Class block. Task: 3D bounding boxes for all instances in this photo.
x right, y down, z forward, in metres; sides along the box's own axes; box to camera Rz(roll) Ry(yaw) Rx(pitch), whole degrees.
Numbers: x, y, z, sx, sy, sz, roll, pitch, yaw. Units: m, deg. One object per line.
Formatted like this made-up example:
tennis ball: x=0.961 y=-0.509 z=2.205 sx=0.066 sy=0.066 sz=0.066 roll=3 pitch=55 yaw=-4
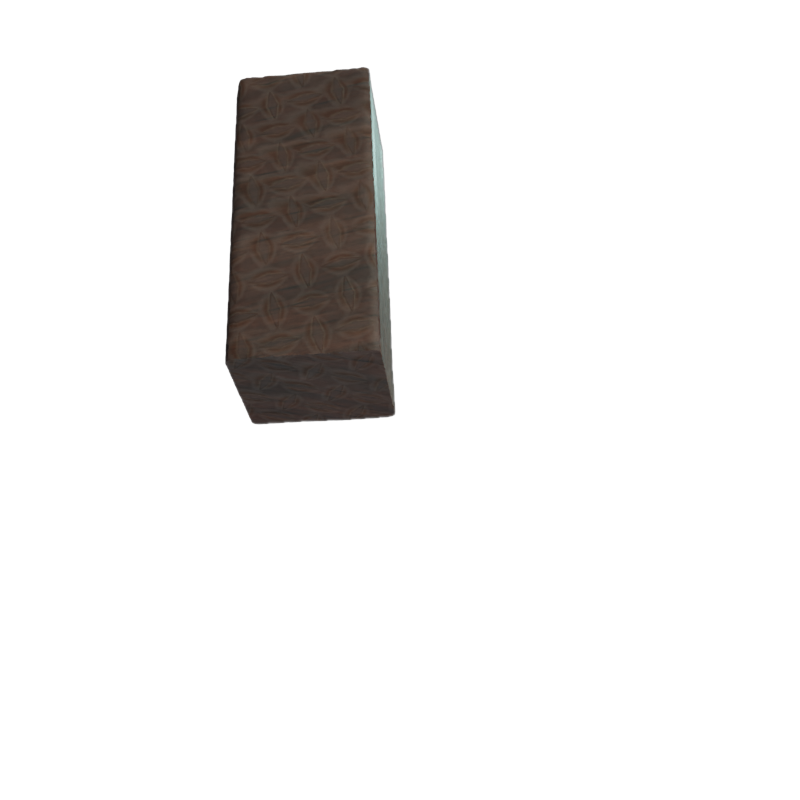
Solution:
block: x=-0.055 y=-0.099 z=0.698 sx=0.091 sy=0.220 sz=0.084 roll=-5 pitch=-31 yaw=4
